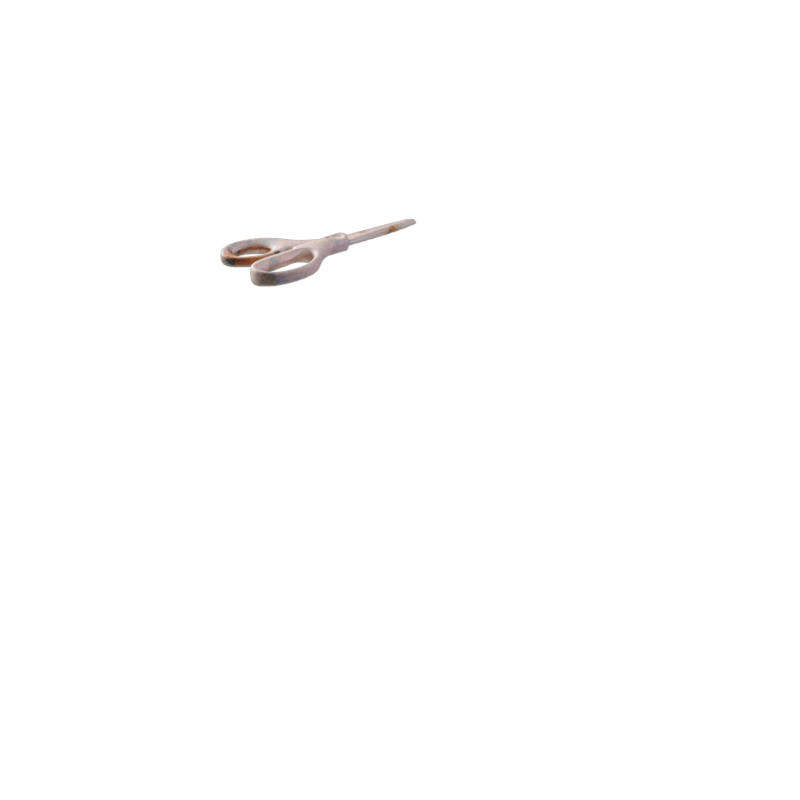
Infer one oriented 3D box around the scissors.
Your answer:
[{"bbox_3d":[-0.075,-0.137,0.962,0.101,0.015,0.202,14,29,27],"label":"scissors"}]
